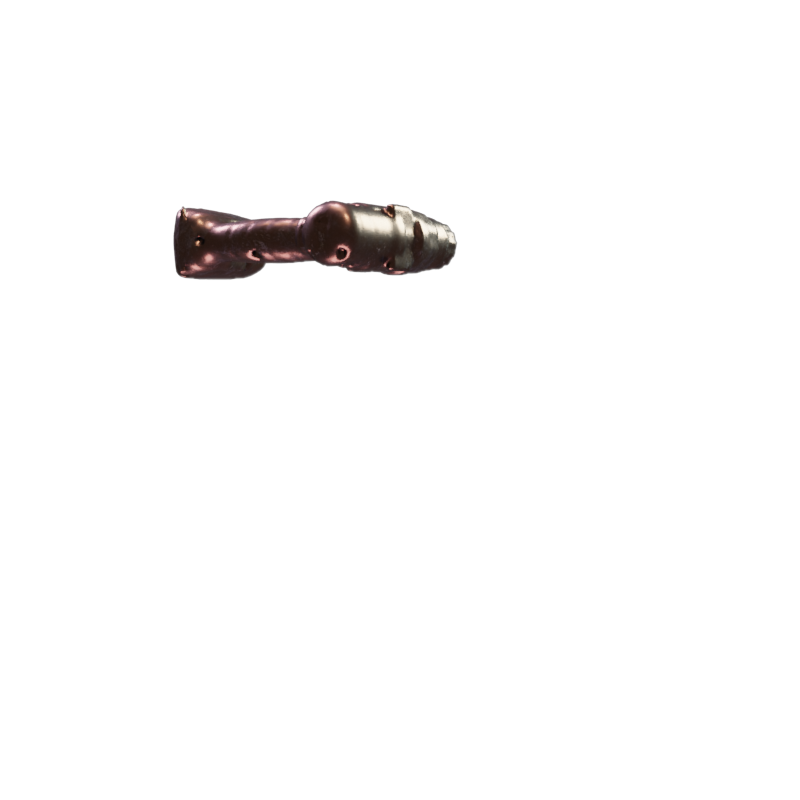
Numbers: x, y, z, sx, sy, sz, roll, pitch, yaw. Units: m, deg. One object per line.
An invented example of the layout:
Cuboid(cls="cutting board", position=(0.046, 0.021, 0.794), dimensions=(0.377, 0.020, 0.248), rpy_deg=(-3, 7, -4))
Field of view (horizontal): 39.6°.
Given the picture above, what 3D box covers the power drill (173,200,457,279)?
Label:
Cuboid(cls="power drill", position=(-0.068, -0.124, 0.870), dimensions=(0.194, 0.058, 0.177), rpy_deg=(1, 2, 31))
